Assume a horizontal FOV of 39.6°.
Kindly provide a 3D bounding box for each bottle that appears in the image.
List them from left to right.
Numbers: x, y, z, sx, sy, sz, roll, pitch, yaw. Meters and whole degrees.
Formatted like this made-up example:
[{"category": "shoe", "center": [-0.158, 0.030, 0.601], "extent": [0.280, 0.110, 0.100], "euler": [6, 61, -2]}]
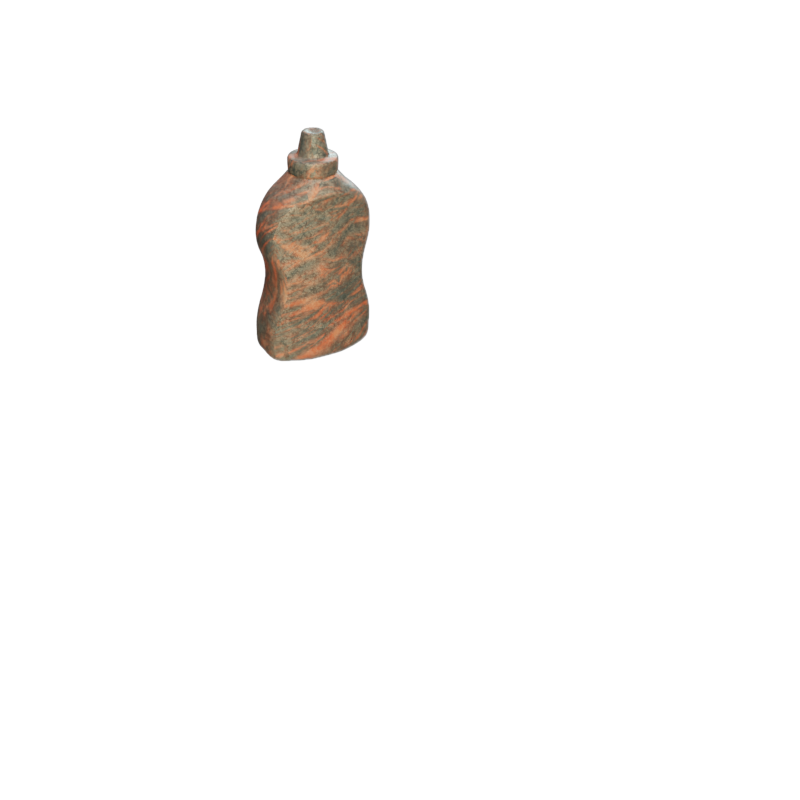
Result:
[{"category": "bottle", "center": [-0.071, -0.130, 0.910], "extent": [0.094, 0.181, 0.063], "euler": [-12, 30, -25]}]
